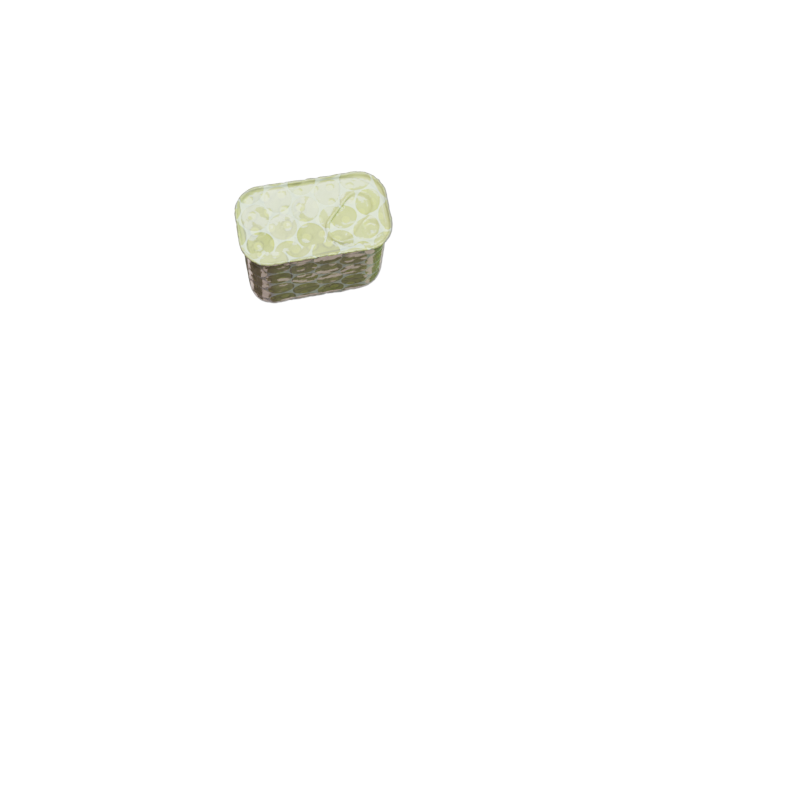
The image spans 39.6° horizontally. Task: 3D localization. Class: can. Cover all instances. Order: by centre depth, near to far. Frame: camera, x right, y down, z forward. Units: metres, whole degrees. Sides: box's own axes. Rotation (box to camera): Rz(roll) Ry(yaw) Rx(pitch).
[{"bbox_3d":[-0.060,-0.109,0.765,0.101,0.060,0.080,-10,-17,-5],"label":"can"}]
